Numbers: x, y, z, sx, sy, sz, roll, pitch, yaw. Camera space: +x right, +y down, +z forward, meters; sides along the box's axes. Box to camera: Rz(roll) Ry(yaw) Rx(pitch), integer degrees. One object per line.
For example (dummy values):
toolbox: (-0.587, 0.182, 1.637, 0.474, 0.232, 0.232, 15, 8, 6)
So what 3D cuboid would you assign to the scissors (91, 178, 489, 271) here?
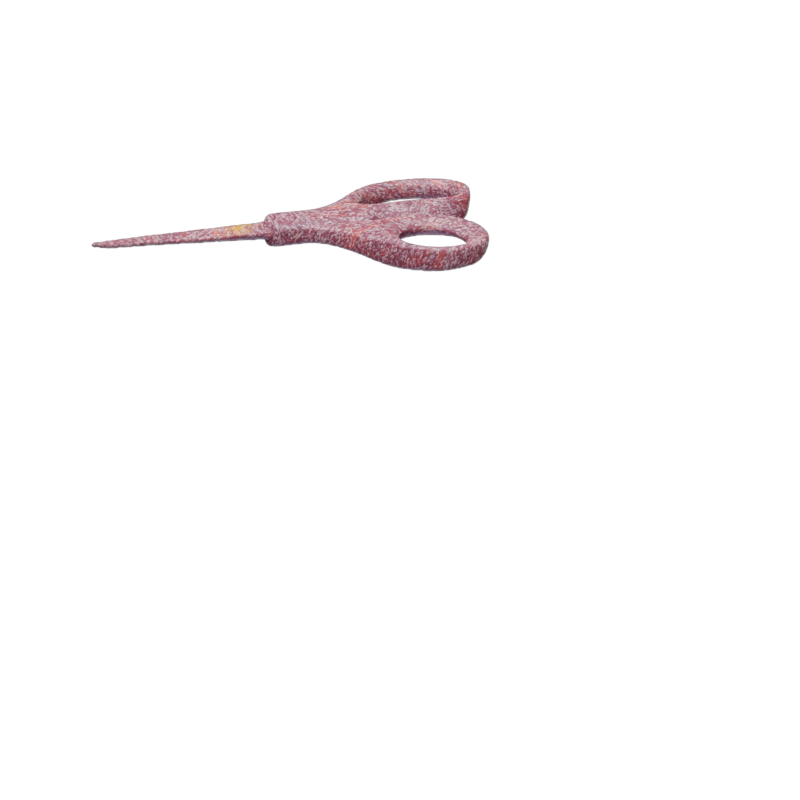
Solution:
scissors: (-0.044, -0.079, 0.556, 0.199, 0.015, 0.104, -17, 36, -24)
